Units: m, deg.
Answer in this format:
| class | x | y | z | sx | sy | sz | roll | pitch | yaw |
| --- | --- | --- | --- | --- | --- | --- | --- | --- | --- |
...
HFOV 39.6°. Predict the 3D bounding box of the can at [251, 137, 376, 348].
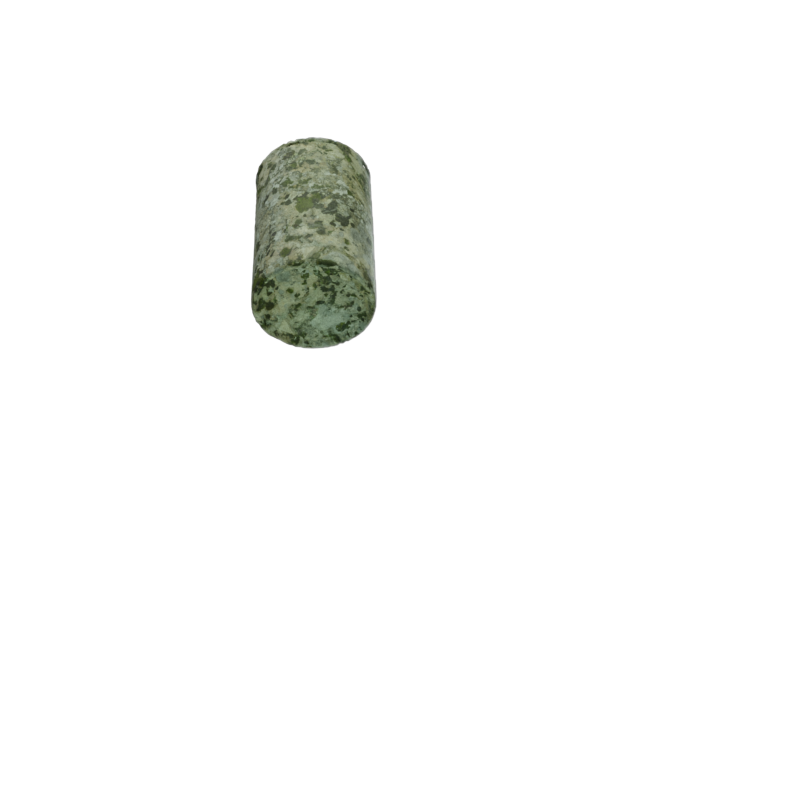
| class | x | y | z | sx | sy | sz | roll | pitch | yaw |
| --- | --- | --- | --- | --- | --- | --- | --- | --- | --- |
| can | -0.048 | -0.088 | 0.614 | 0.068 | 0.110 | 0.064 | -1 | -43 | -3 |
